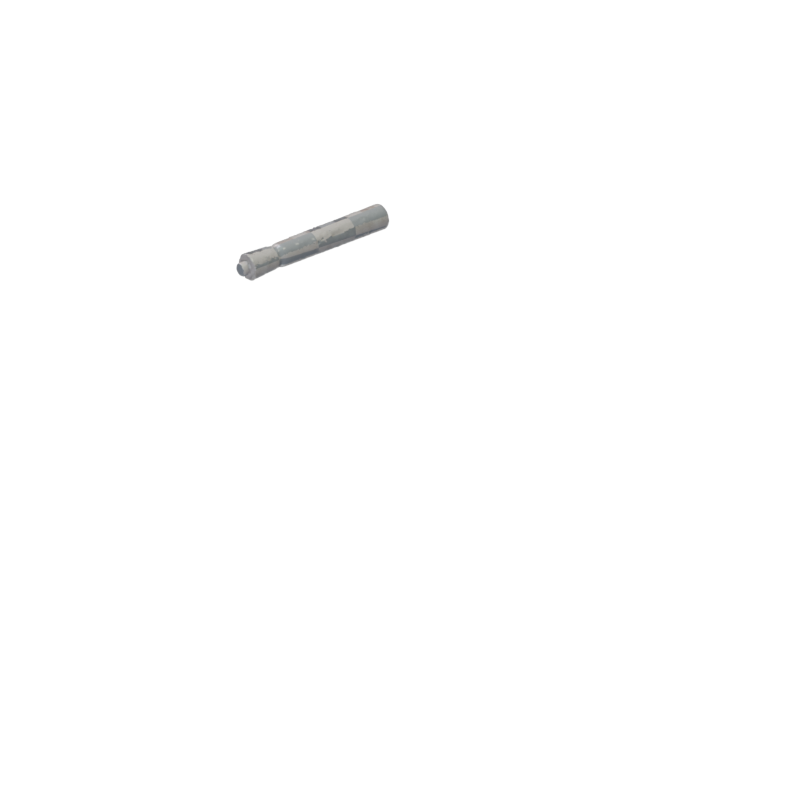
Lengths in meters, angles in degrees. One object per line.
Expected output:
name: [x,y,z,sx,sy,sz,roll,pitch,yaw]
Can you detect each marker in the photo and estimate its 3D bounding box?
marker: [-0.059,-0.107,0.752,0.120,0.019,0.021,-26,18,-32]
